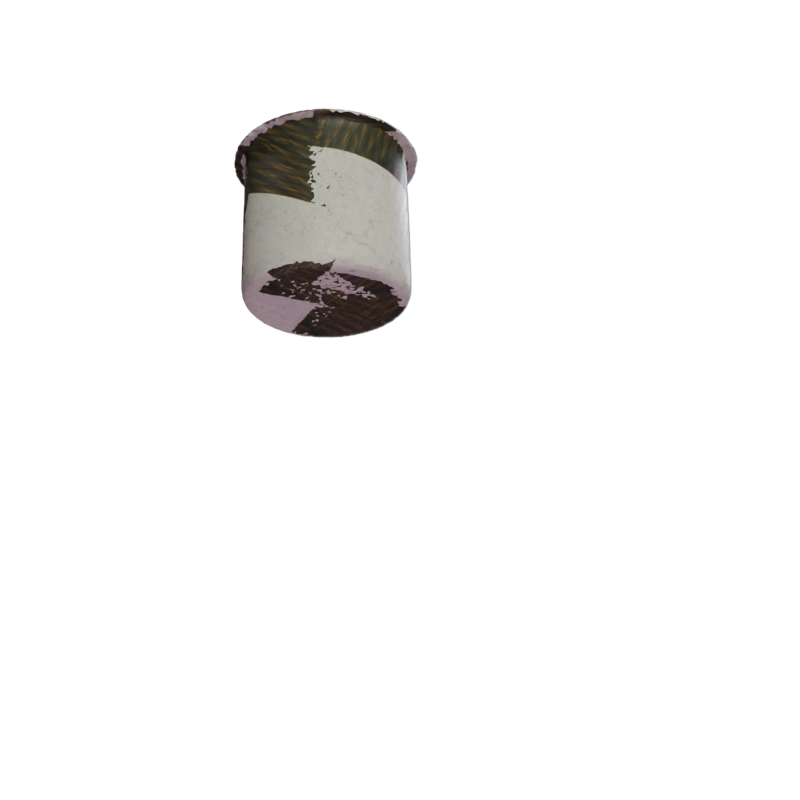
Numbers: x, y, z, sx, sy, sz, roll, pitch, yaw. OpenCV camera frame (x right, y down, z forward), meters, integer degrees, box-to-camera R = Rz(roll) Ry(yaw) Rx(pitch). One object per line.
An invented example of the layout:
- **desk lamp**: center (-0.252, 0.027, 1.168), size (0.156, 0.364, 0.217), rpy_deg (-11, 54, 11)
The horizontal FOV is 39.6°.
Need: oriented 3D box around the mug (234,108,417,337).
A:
- **mug**: center (-0.043, -0.079, 0.554), size (0.089, 0.087, 0.116), rpy_deg (16, -31, -31)
